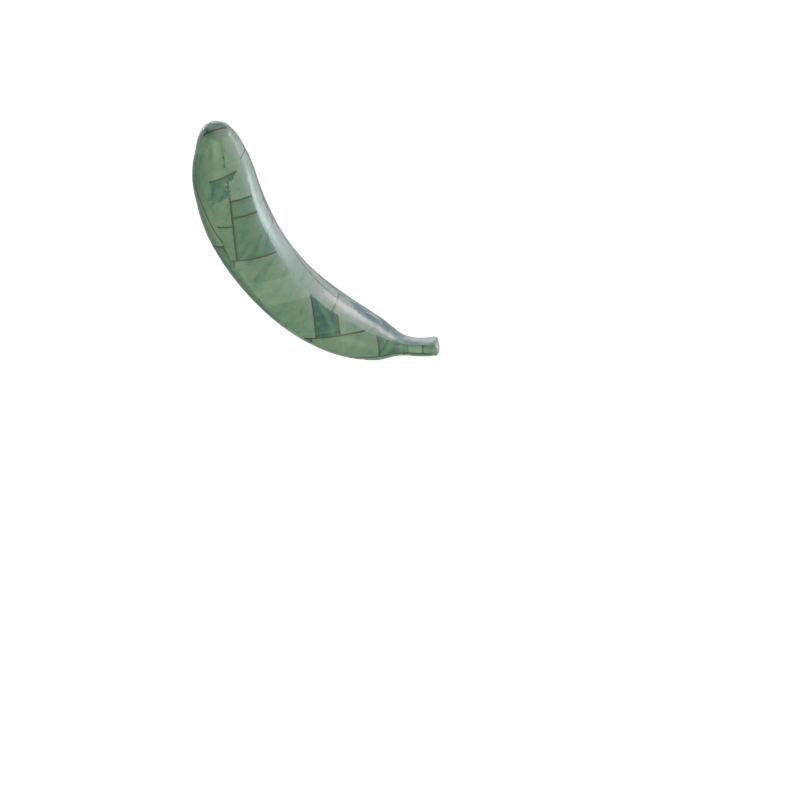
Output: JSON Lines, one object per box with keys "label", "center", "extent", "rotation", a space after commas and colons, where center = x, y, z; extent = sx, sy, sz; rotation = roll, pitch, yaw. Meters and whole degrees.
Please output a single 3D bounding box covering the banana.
{"label": "banana", "center": [-0.060, -0.077, 0.616], "extent": [0.069, 0.039, 0.185], "rotation": [-30, -53, 25]}
